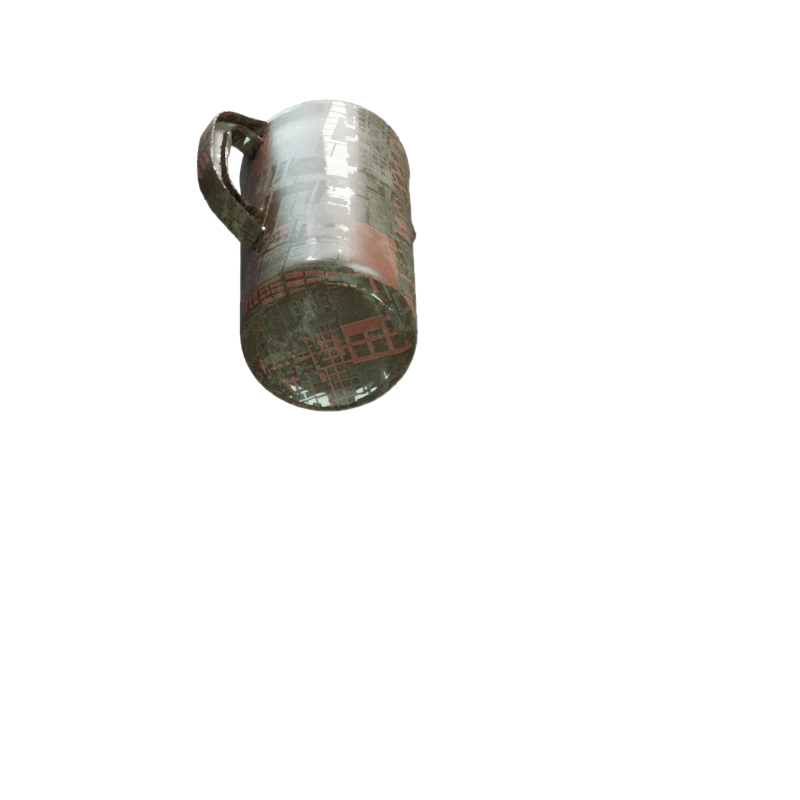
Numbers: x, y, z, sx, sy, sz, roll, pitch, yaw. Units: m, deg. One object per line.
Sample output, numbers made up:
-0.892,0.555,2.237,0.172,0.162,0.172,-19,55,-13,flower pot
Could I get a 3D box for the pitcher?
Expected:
-0.060,-0.109,0.763,0.149,0.136,0.259,-7,33,2,pitcher
